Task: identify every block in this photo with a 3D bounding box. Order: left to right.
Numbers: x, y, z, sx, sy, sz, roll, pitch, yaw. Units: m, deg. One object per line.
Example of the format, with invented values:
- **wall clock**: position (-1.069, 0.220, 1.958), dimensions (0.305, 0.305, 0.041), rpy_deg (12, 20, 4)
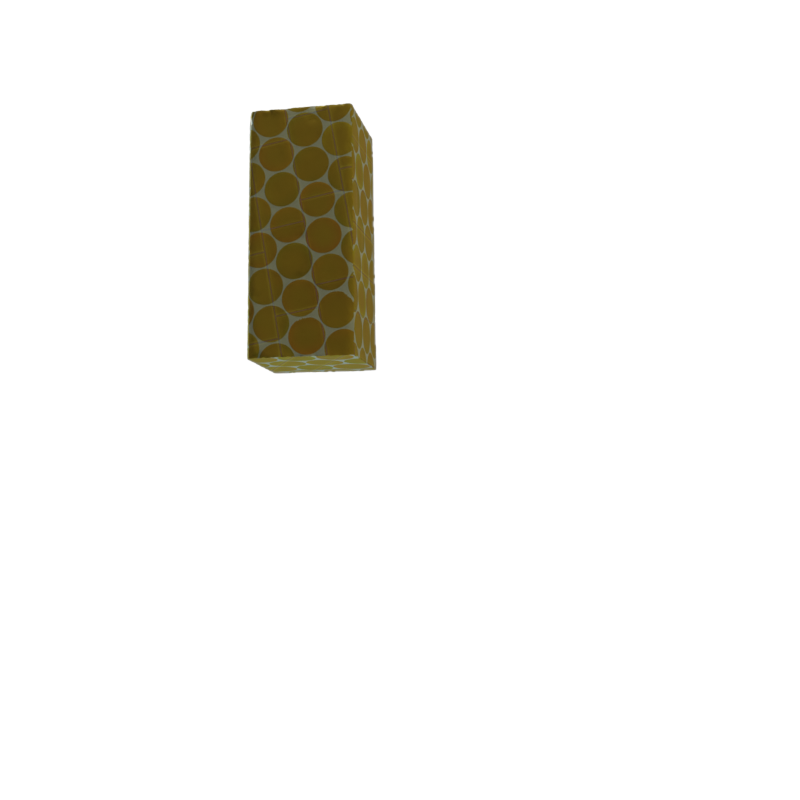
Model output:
- **block**: position (-0.073, -0.132, 0.923), dimensions (0.091, 0.213, 0.086), rpy_deg (-3, -13, 11)
